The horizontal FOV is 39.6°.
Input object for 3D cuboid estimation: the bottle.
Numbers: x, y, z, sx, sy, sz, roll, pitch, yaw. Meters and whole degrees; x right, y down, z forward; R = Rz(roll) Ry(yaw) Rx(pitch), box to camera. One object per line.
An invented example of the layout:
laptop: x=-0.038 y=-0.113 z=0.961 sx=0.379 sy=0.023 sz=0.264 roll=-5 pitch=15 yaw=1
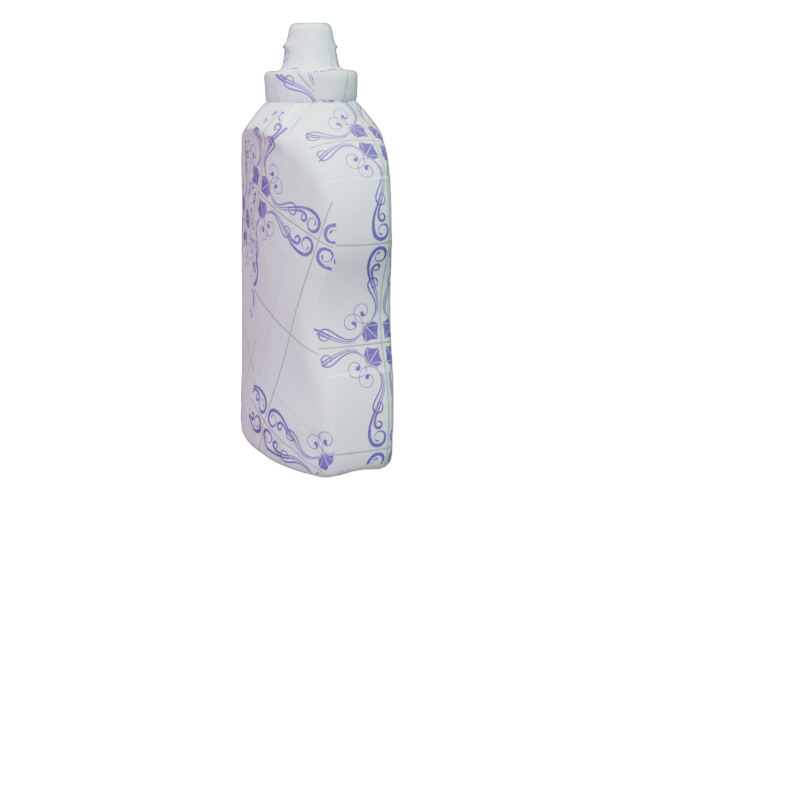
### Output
bottle: x=-0.039 y=-0.071 z=0.495 sx=0.057 sy=0.188 sz=0.101 roll=-4 pitch=11 yaw=-27
